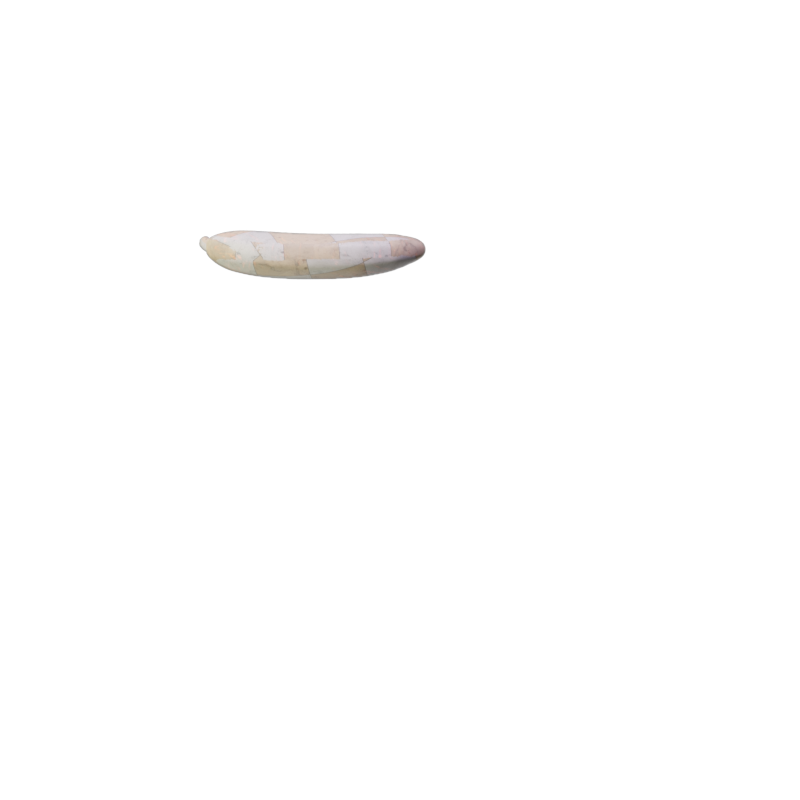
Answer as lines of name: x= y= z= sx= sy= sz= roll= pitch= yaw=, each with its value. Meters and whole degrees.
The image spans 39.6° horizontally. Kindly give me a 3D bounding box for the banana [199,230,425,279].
banana: x=-0.079 y=-0.126 z=0.928 sx=0.200 sy=0.035 sz=0.073 roll=4 pitch=28 yaw=7
